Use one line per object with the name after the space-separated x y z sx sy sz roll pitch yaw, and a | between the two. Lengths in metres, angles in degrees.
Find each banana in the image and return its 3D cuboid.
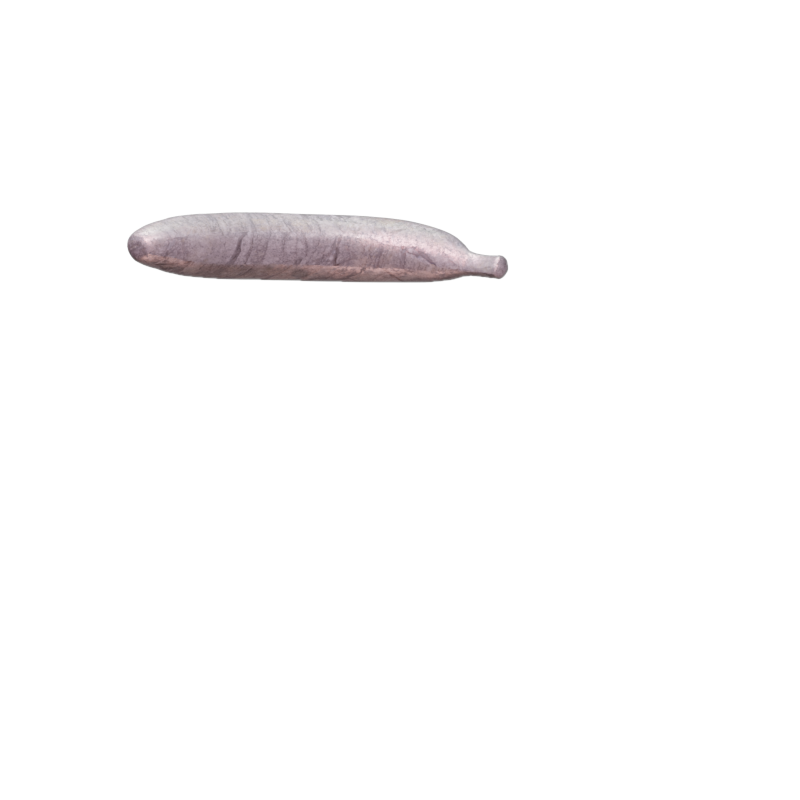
-0.047 -0.082 0.589 0.194 0.037 0.070 0 0 -14 | banana
